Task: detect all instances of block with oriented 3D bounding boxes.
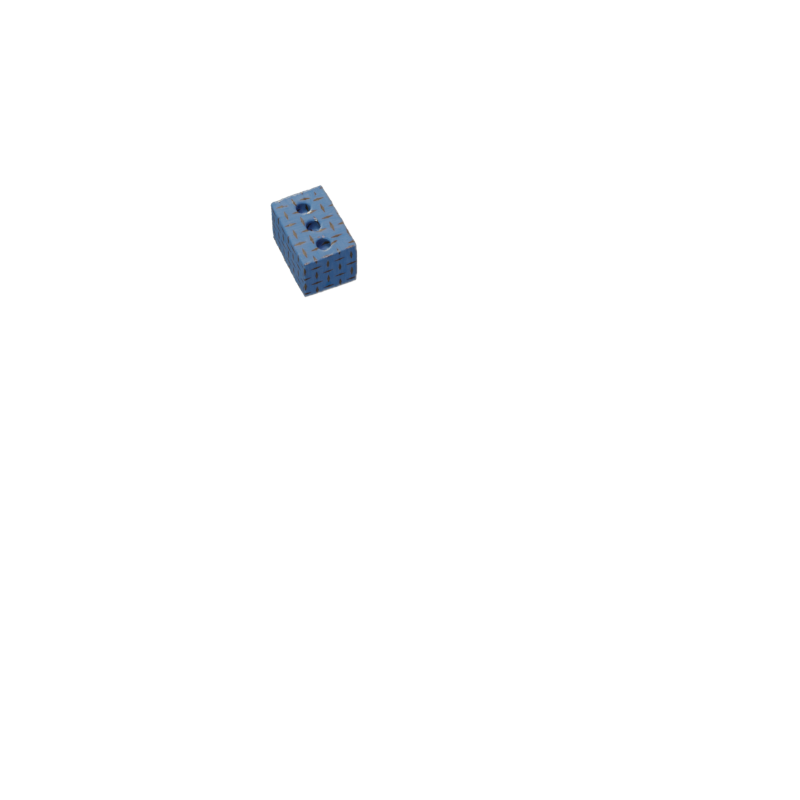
[{"bbox_3d":[-0.078,-0.143,0.998,0.052,0.084,0.048,-21,-30,-15],"label":"block"}]
